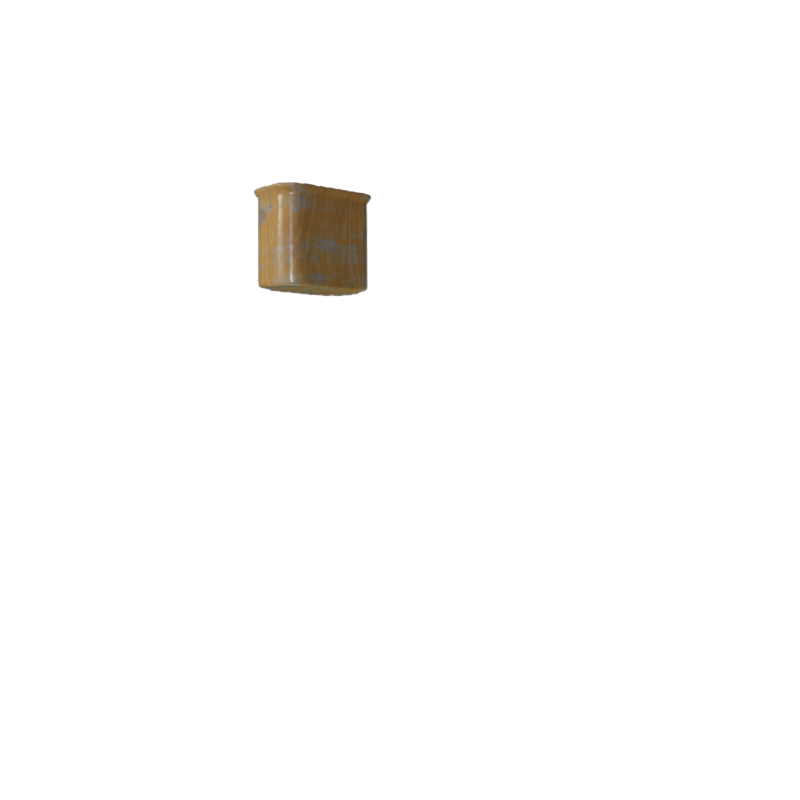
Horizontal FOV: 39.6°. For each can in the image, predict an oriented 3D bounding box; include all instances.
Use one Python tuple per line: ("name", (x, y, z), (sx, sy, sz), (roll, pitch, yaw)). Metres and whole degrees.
("can", (-0.073, -0.133, 0.931), (0.097, 0.085, 0.059), (4, -7, -43))
